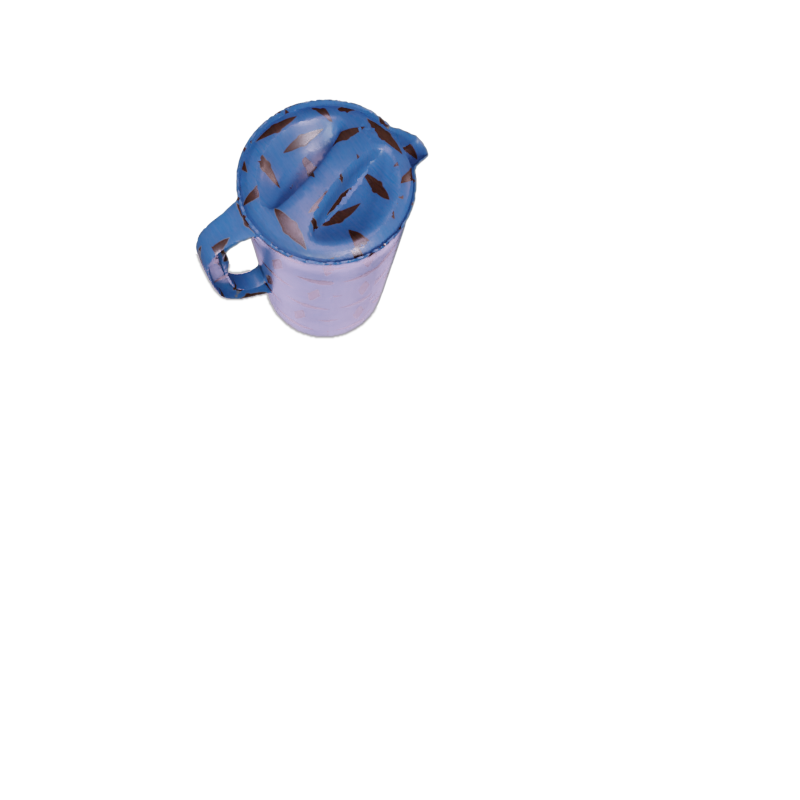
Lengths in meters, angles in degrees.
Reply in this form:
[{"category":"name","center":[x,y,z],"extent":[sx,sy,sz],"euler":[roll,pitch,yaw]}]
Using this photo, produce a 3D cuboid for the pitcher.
[{"category":"pitcher","center":[-0.072,-0.131,0.916],"extent":[0.150,0.150,0.233],"euler":[17,-17,2]}]
